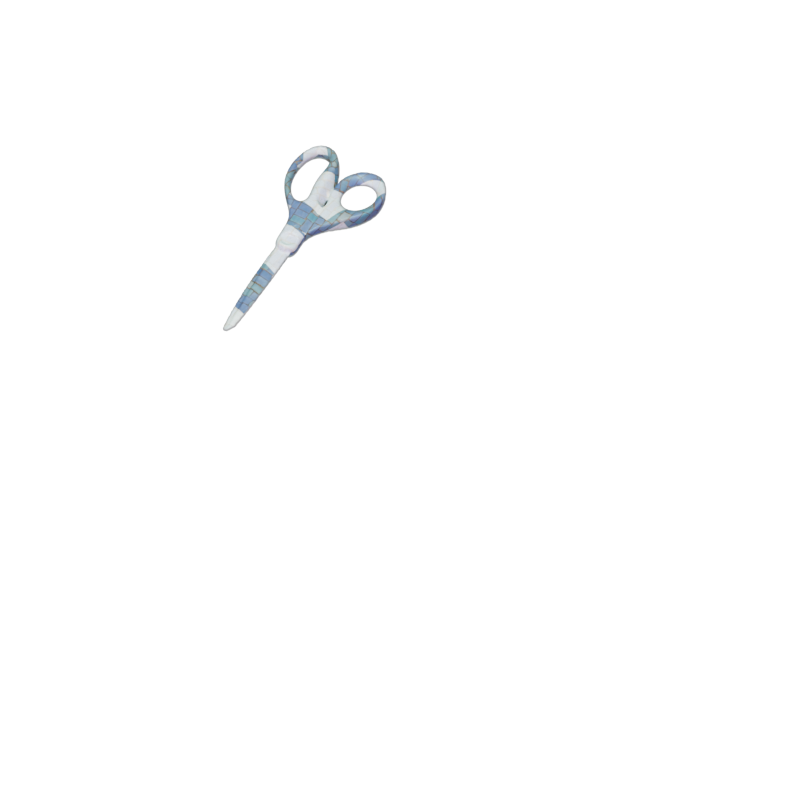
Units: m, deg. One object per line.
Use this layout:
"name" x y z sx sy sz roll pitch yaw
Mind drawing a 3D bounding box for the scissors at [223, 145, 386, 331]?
"scissors" -0.071 -0.129 0.906 0.097 0.213 0.015 9 -35 6
